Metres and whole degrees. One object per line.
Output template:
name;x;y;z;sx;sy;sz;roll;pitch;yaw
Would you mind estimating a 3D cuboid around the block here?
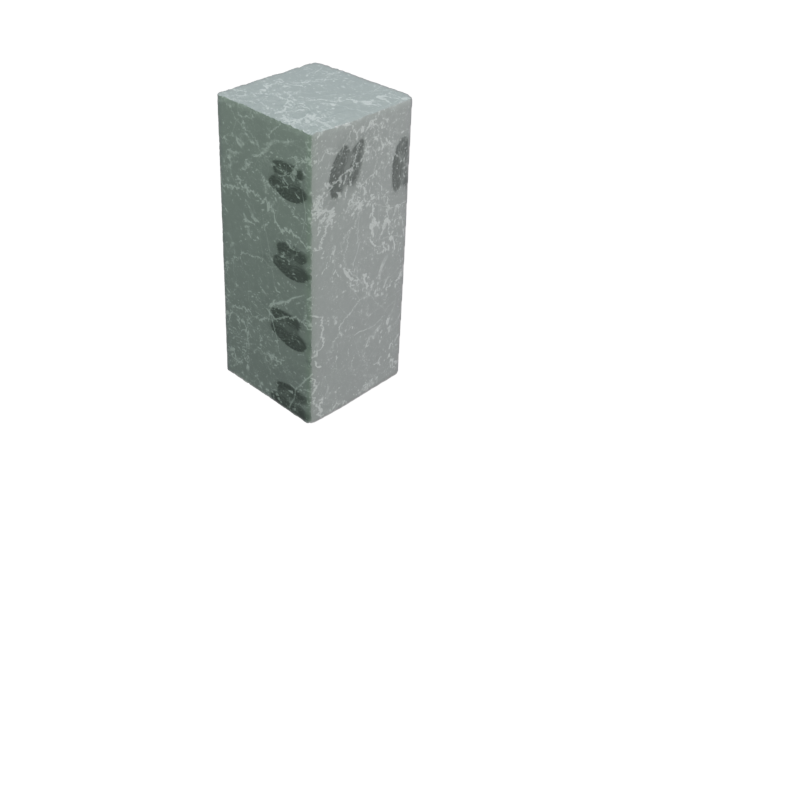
block;-0.057;-0.104;0.731;0.097;0.194;0.090;28;39;36
